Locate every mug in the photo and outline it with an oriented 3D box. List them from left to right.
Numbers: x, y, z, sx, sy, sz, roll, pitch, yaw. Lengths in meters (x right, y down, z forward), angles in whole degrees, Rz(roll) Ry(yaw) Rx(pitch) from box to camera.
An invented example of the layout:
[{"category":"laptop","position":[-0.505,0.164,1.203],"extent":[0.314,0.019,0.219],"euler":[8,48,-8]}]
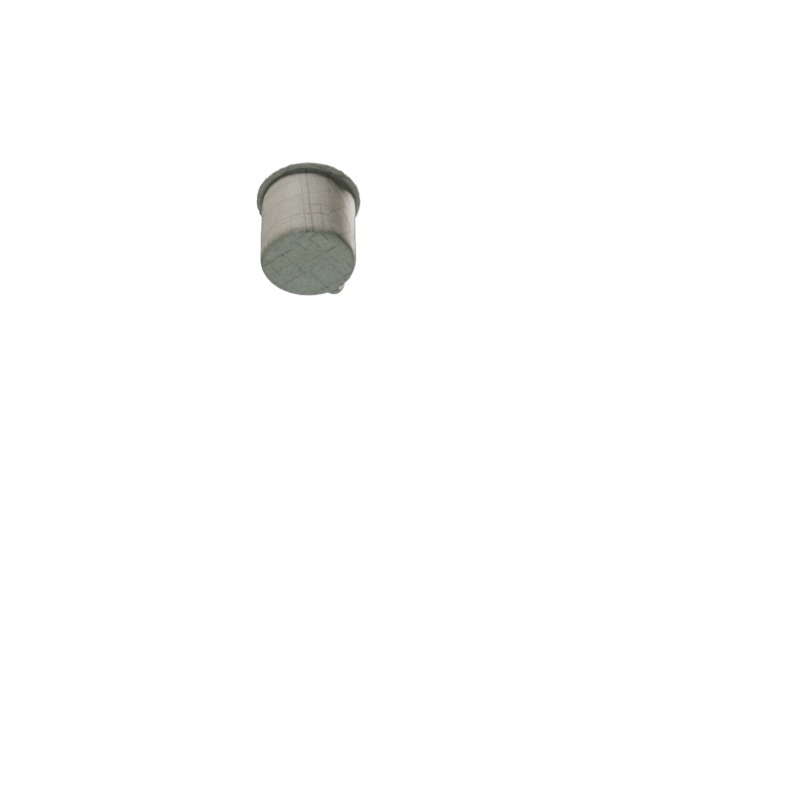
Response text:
[{"category":"mug","position":[-0.076,-0.139,0.970],"extent":[0.094,0.087,0.108],"euler":[-14,-42,14]}]
